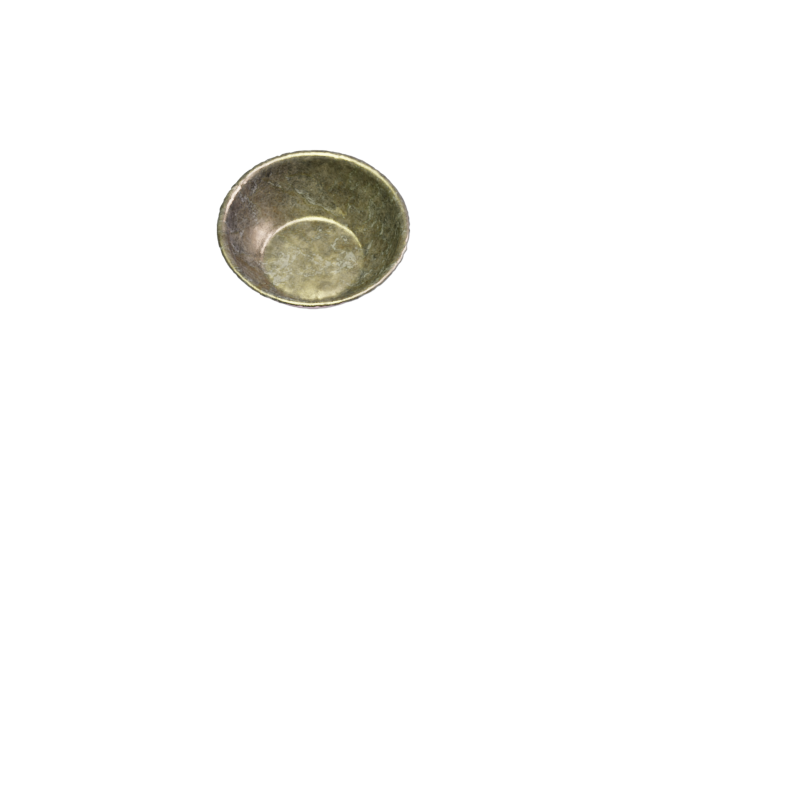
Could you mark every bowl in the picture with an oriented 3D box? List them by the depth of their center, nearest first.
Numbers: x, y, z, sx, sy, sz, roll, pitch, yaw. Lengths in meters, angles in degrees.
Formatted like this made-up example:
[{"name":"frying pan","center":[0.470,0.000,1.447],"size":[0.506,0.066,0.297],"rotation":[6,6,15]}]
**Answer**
[{"name":"bowl","center":[-0.074,-0.135,0.948],"size":[0.162,0.173,0.052],"rotation":[-1,-32,-1]}]
